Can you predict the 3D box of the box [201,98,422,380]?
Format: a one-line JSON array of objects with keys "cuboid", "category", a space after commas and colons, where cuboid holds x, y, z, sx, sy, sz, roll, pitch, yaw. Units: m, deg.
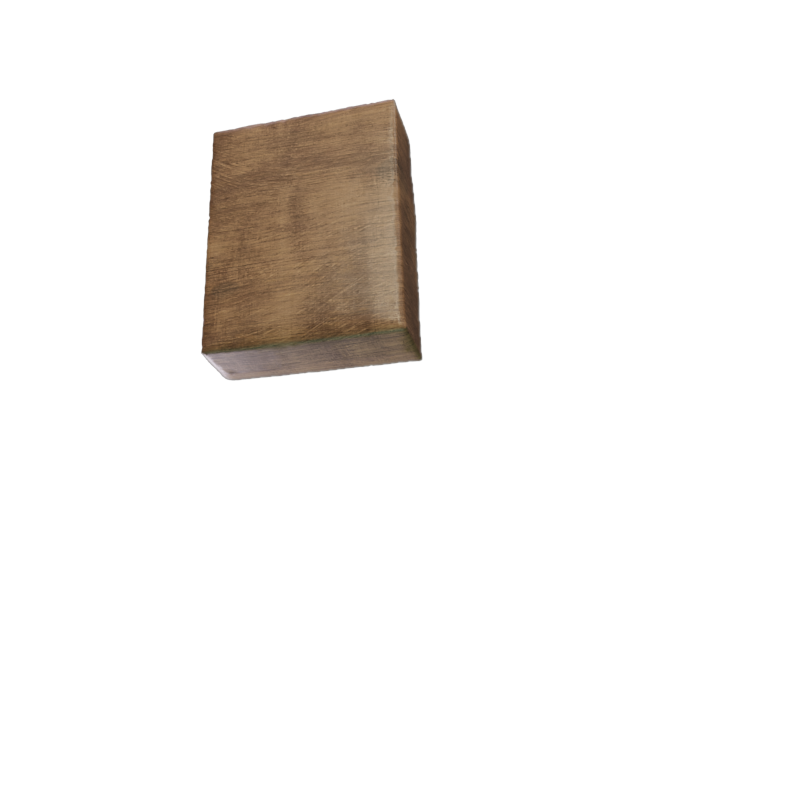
[{"cuboid": [-0.071, -0.130, 0.910, 0.166, 0.227, 0.067, -8, -29, 13], "category": "box"}]
